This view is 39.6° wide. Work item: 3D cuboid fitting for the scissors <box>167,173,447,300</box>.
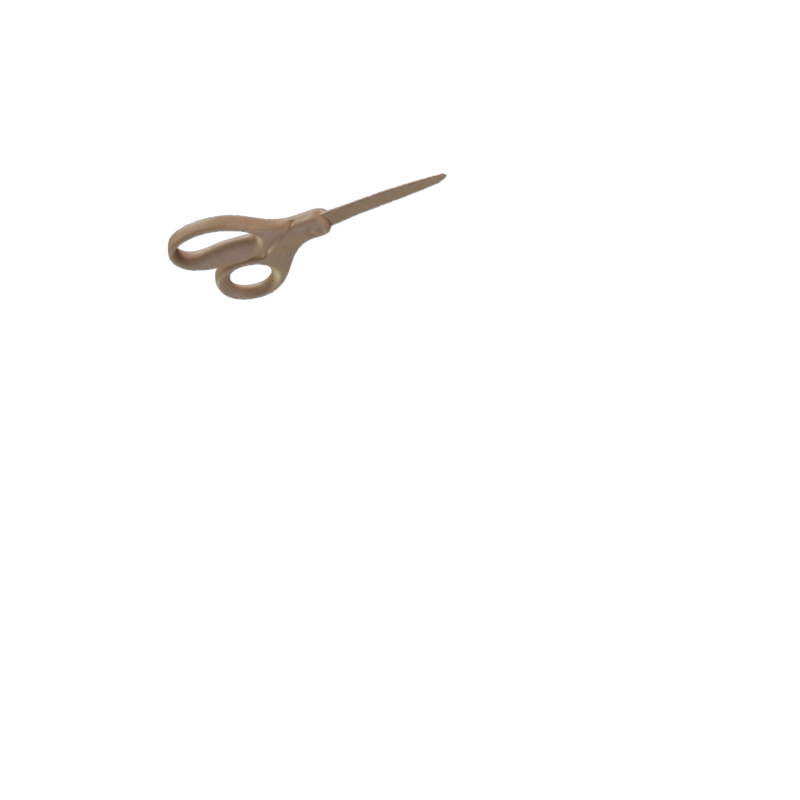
[{"bbox_3d":[-0.060,-0.109,0.767,0.204,0.017,0.089,-7,-32,12],"label":"scissors"}]
